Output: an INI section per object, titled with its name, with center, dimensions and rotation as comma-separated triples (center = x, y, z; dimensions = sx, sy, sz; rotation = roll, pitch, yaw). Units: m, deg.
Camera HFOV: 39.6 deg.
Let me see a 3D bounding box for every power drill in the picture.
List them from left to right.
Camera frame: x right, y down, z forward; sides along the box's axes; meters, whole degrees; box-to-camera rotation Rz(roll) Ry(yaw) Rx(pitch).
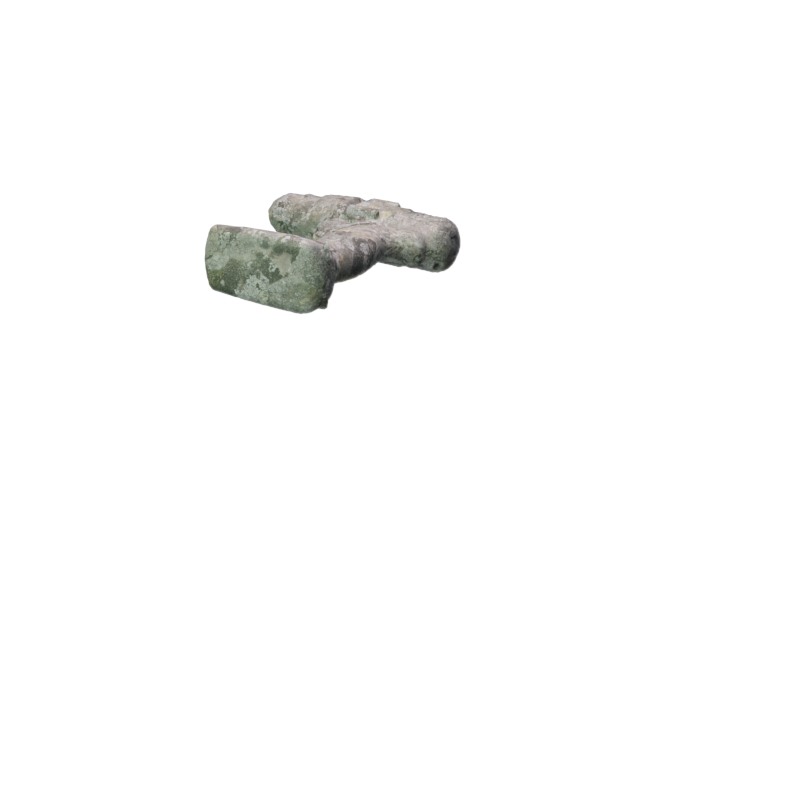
[power drill]
center = -0.070, -0.127, 0.892
dimensions = 0.193, 0.055, 0.186
rotation = 13, 25, 31
